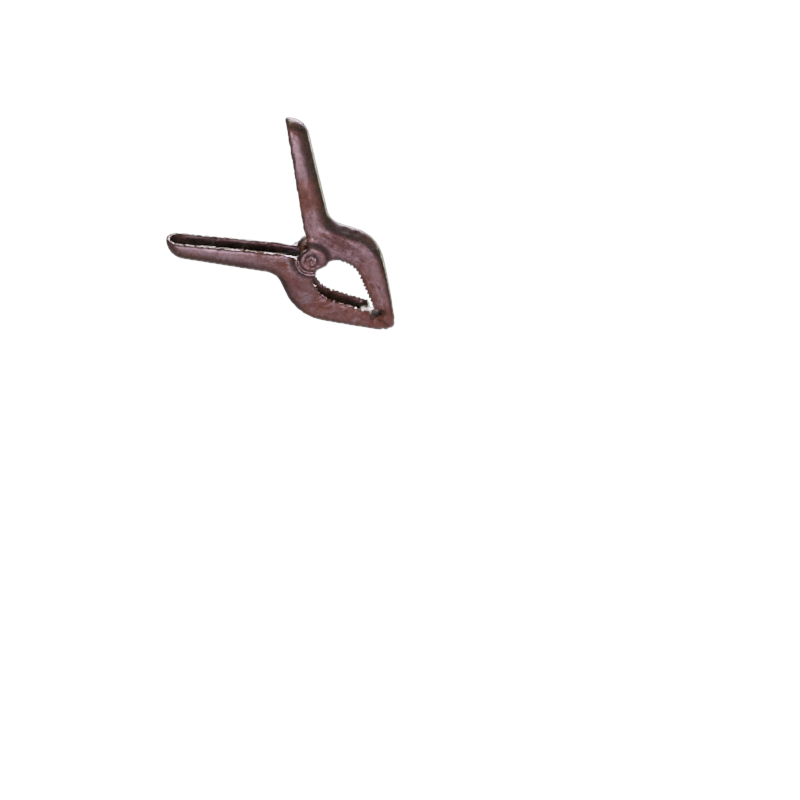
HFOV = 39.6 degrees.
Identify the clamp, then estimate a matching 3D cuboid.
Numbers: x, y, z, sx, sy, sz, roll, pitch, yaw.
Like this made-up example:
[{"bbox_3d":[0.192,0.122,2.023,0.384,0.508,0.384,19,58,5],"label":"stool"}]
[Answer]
[{"bbox_3d":[-0.076,-0.139,0.974,0.202,0.161,0.039,34,24,-17],"label":"clamp"}]
